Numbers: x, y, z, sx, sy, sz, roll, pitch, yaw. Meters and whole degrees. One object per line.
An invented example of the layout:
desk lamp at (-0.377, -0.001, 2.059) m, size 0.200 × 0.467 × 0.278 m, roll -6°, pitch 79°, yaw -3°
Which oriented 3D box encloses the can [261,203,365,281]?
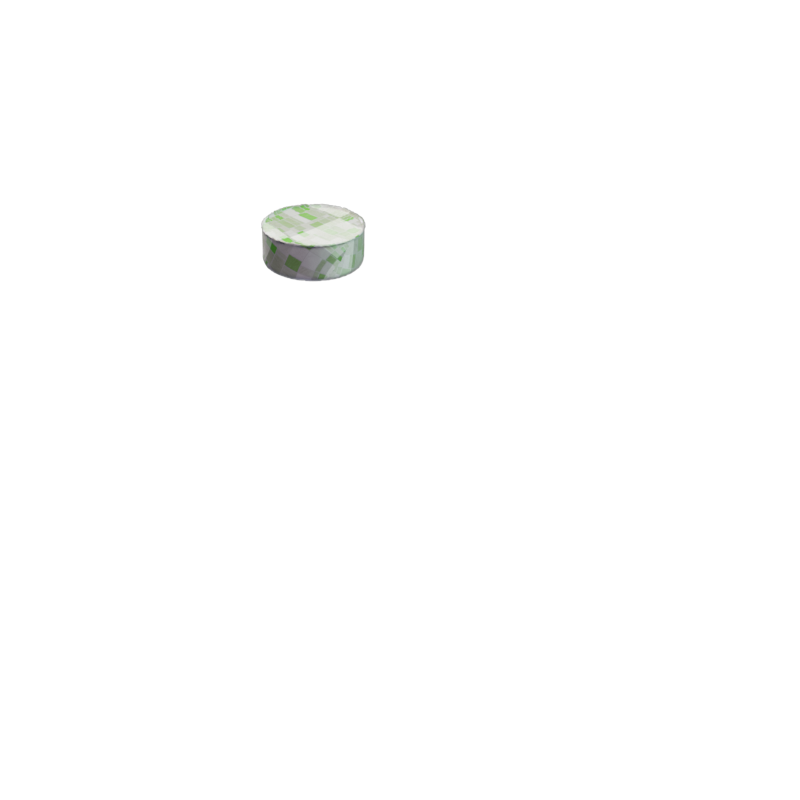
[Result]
can at (-0.072, -0.131, 0.917) m, size 0.086 × 0.032 × 0.091 m, roll -1°, pitch 30°, yaw -2°
